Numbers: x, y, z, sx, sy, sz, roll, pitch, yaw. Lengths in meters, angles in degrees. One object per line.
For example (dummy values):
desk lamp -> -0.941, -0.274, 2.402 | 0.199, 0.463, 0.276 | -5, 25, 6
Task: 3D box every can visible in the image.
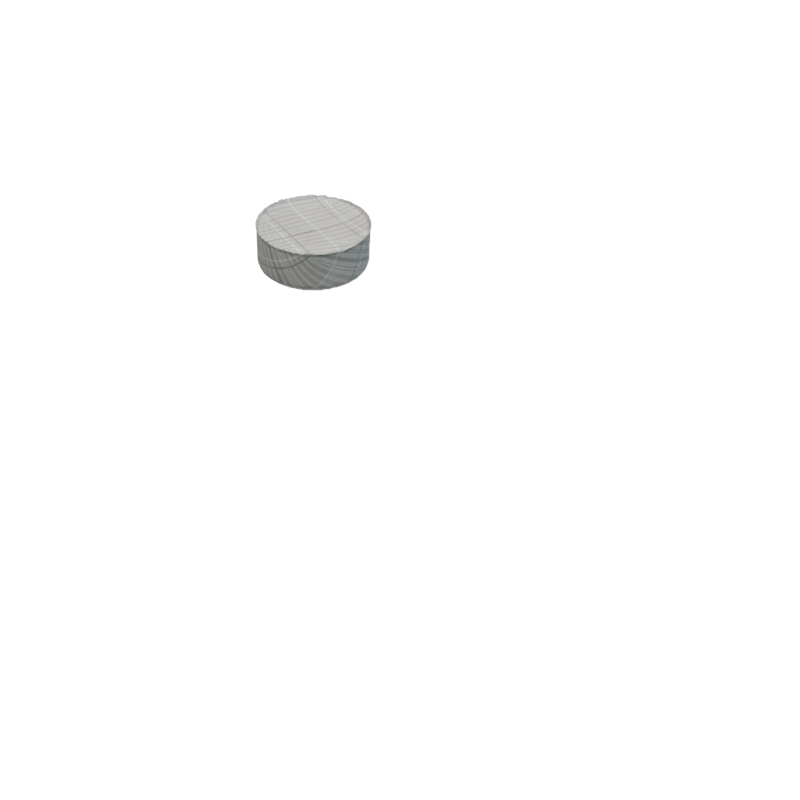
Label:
can -> -0.065, -0.118, 0.828 | 0.086, 0.031, 0.092 | -1, 37, -2
